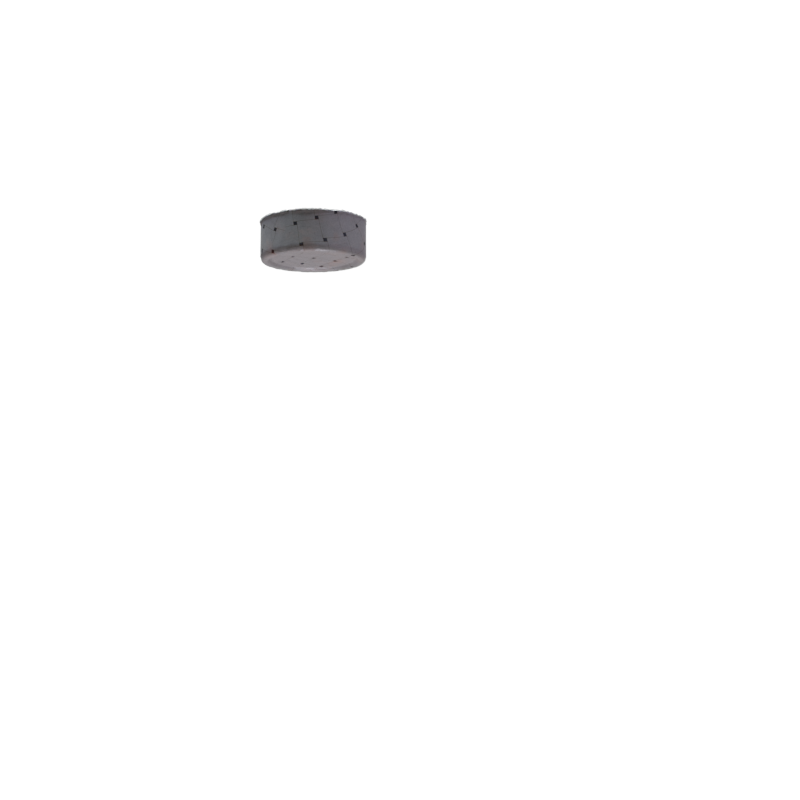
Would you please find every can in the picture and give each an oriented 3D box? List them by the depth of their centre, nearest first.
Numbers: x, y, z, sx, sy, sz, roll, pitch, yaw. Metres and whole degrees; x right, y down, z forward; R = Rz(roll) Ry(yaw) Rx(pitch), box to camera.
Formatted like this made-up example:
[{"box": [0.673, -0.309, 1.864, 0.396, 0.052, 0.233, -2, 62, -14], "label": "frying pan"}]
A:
[{"box": [-0.069, -0.126, 0.885, 0.086, 0.034, 0.084, 0, -7, -2], "label": "can"}]
